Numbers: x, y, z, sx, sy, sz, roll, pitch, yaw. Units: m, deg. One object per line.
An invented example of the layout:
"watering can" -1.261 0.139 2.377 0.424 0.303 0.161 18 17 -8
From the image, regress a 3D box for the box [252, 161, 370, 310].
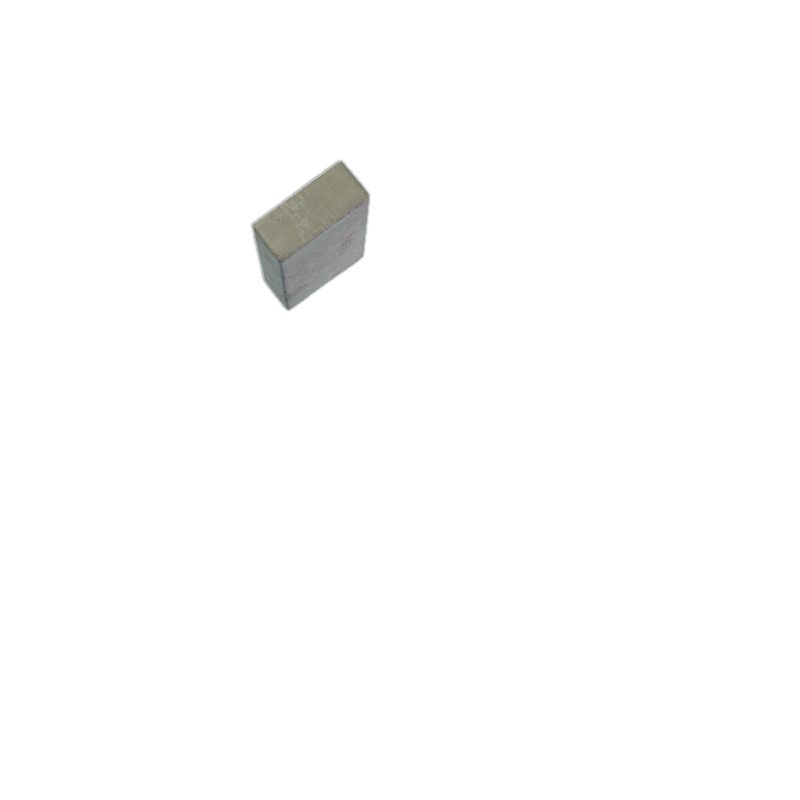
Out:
"box" -0.075 -0.137 0.960 0.094 0.049 0.172 -38 -3 -8
